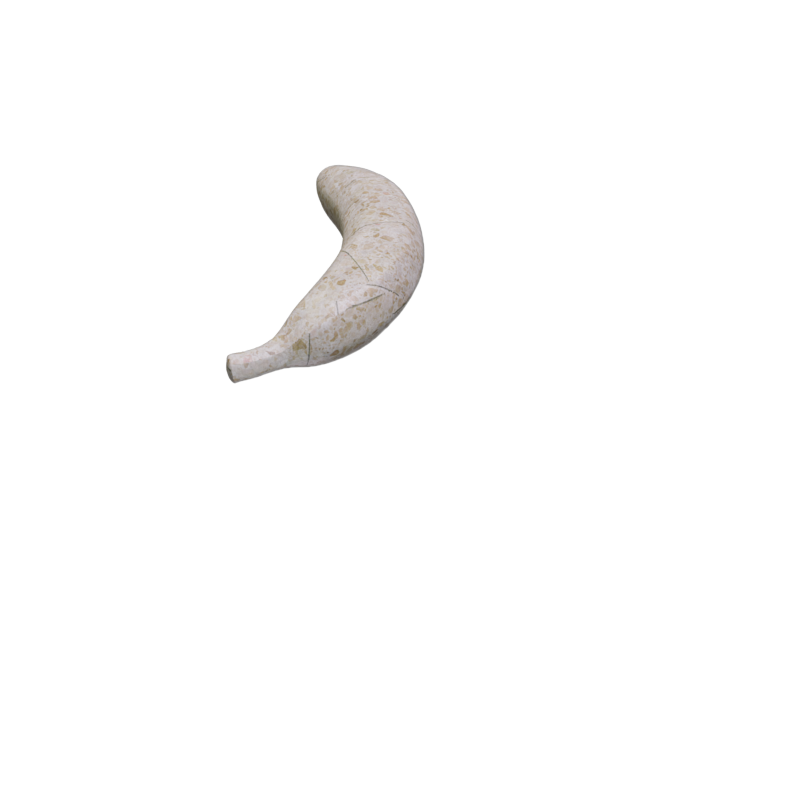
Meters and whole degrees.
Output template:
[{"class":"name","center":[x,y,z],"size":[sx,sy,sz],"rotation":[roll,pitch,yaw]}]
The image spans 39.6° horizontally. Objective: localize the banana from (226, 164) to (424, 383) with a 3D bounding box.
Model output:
[{"class":"banana","center":[-0.023,-0.069,0.509],"size":[0.070,0.035,0.207],"rotation":[4,31,7]}]
